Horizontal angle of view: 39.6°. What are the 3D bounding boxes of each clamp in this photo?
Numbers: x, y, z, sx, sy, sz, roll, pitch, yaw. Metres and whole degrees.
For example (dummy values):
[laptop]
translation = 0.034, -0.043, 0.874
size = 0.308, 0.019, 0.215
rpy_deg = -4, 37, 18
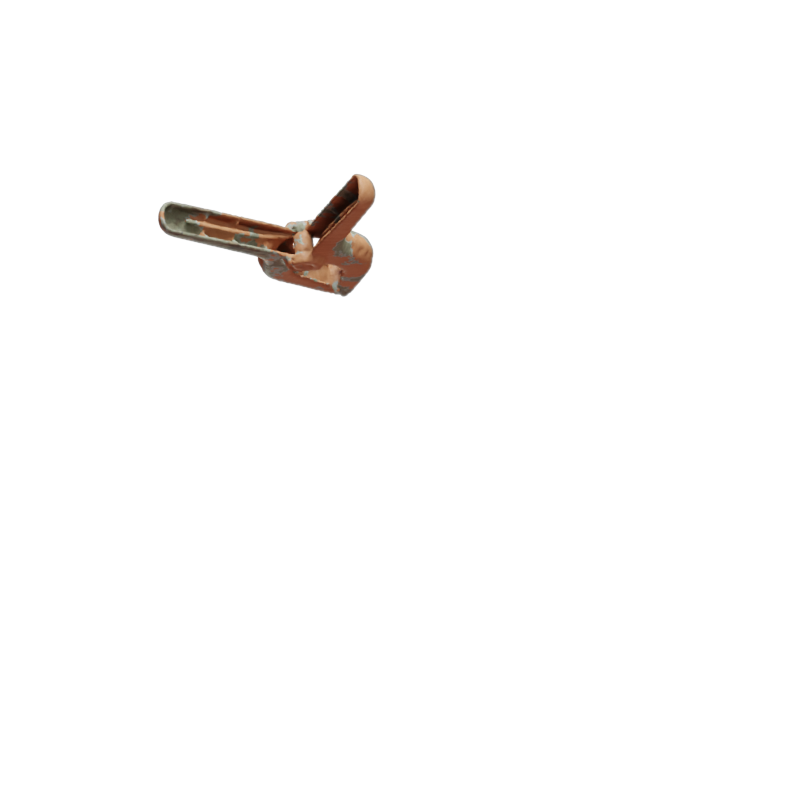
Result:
[clamp]
translation = -0.068, -0.125, 0.873
size = 0.168, 0.038, 0.198
rpy_deg = -5, -14, 23
